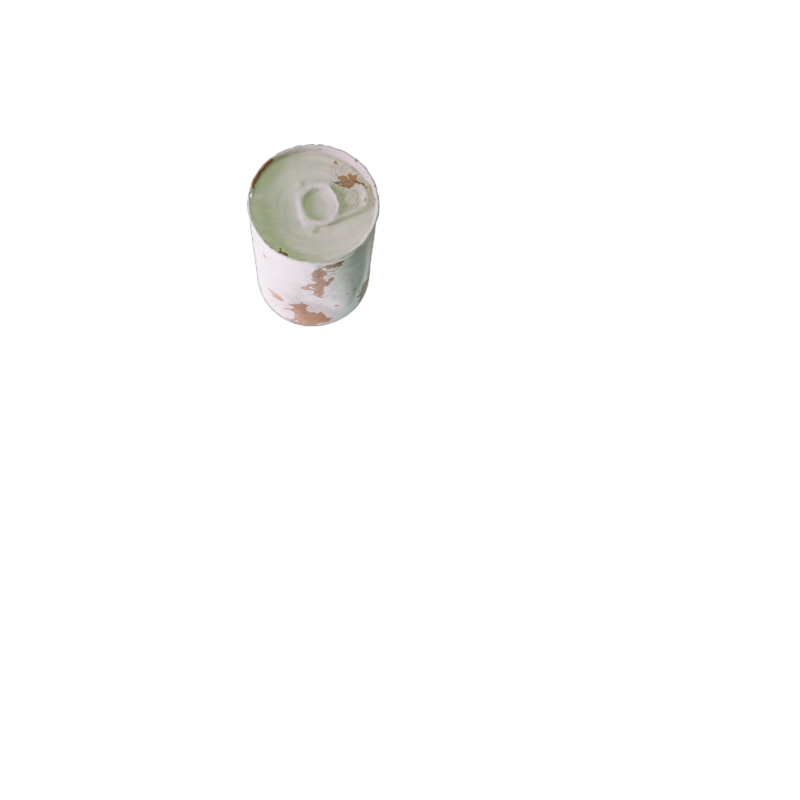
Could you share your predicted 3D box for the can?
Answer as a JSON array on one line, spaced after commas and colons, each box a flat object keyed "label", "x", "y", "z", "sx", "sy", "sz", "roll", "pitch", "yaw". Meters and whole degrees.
[{"label": "can", "x": -0.048, "y": -0.087, "z": 0.613, "sx": 0.068, "sy": 0.072, "sz": 0.098, "roll": 0, "pitch": -18, "yaw": -3}]
